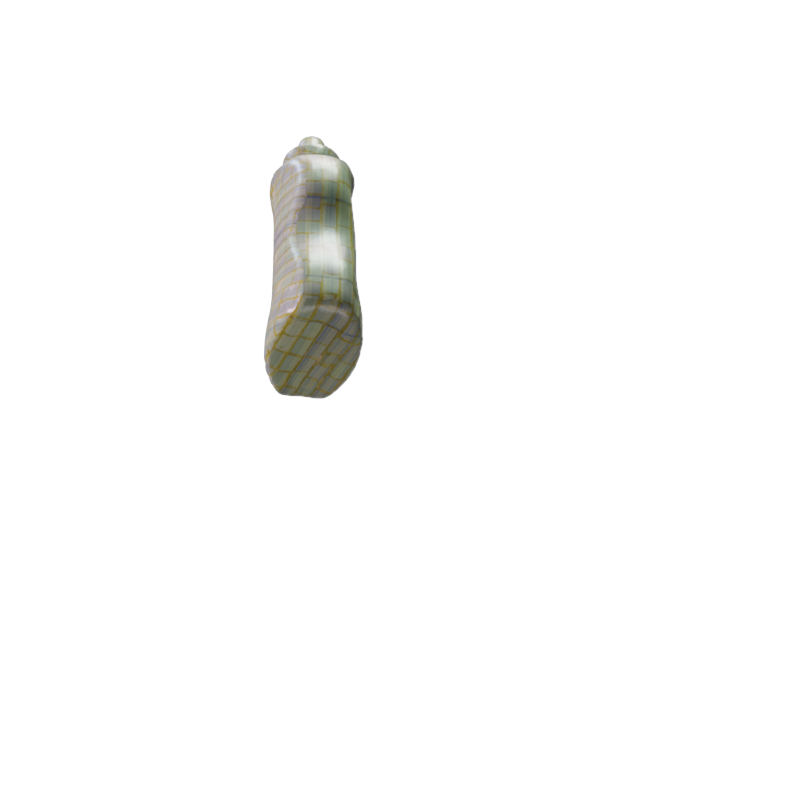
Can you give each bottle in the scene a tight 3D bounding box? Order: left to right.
[{"bbox_3d":[-0.057,-0.104,0.727,0.058,0.206,0.090,4,-40,-9],"label":"bottle"}]
